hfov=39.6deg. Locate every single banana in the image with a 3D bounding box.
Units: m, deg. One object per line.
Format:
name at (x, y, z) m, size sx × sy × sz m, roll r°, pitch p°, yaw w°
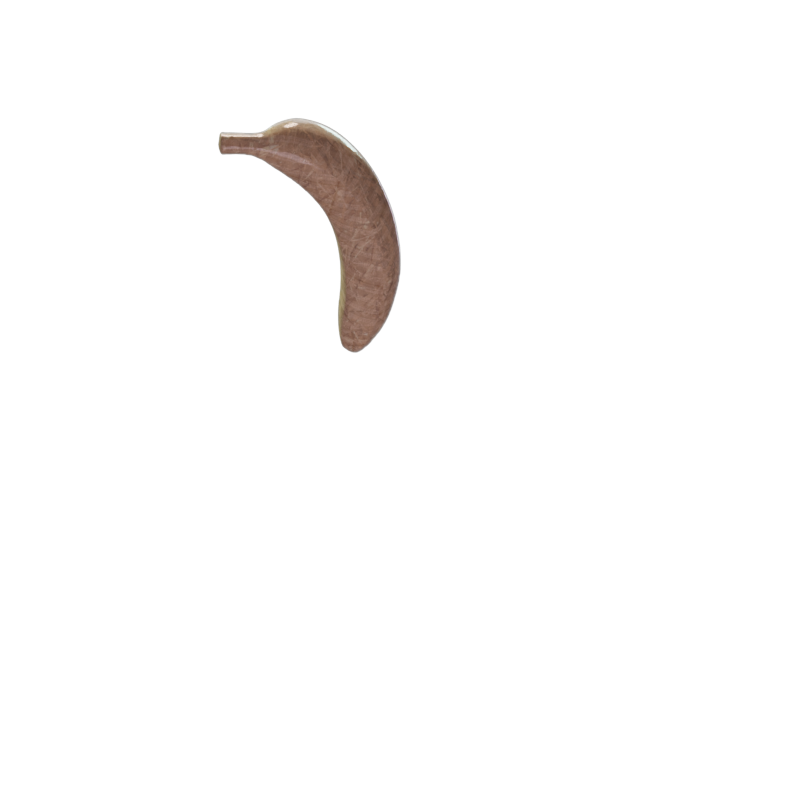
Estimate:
banana at (-0.036, -0.102, 0.661) m, size 0.070 × 0.039 × 0.182 m, roll -15°, pitch -45°, yaw 15°
